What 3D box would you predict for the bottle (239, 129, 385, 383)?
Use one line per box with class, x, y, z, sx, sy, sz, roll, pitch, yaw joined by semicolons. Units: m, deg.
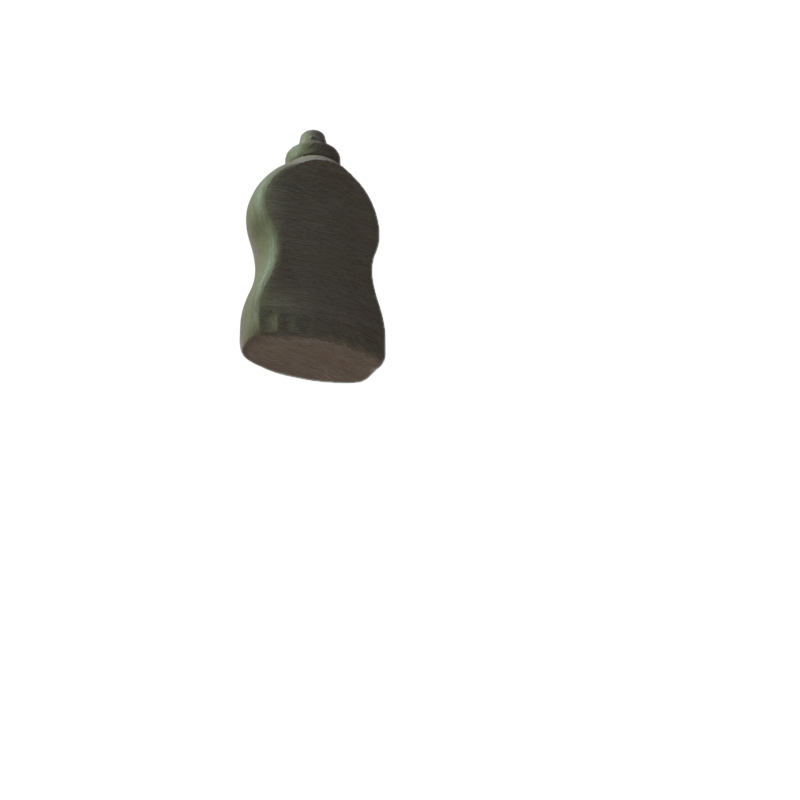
bottle;-0.061;-0.111;0.776;0.093;0.204;0.056;11;-34;-20
